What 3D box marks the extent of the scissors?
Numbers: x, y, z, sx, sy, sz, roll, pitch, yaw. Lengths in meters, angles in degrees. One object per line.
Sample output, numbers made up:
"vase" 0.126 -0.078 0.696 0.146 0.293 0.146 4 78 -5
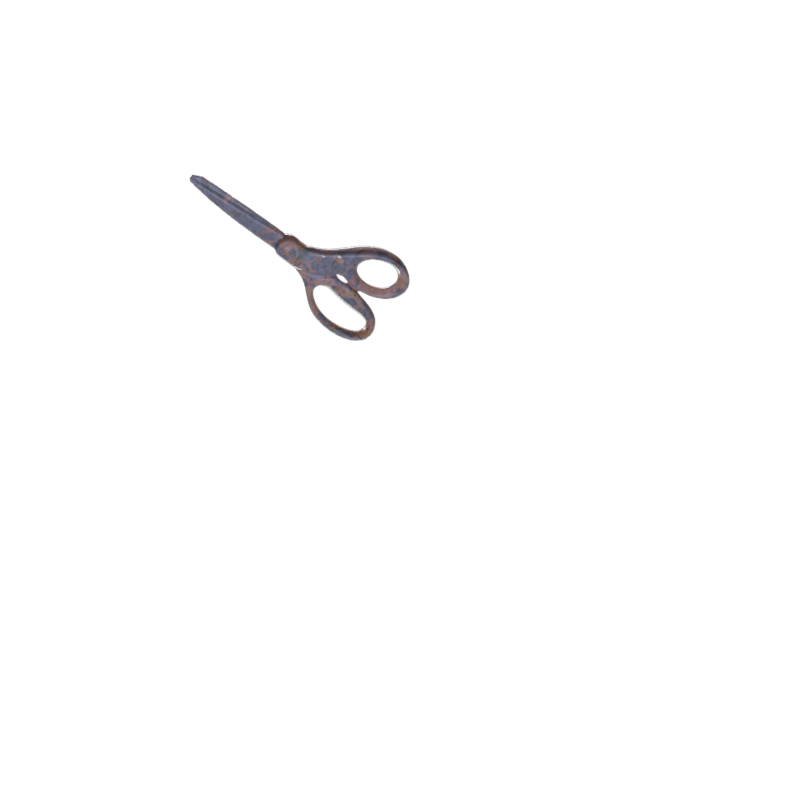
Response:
"scissors" -0.069 -0.126 0.880 0.096 0.189 0.017 -29 29 18
